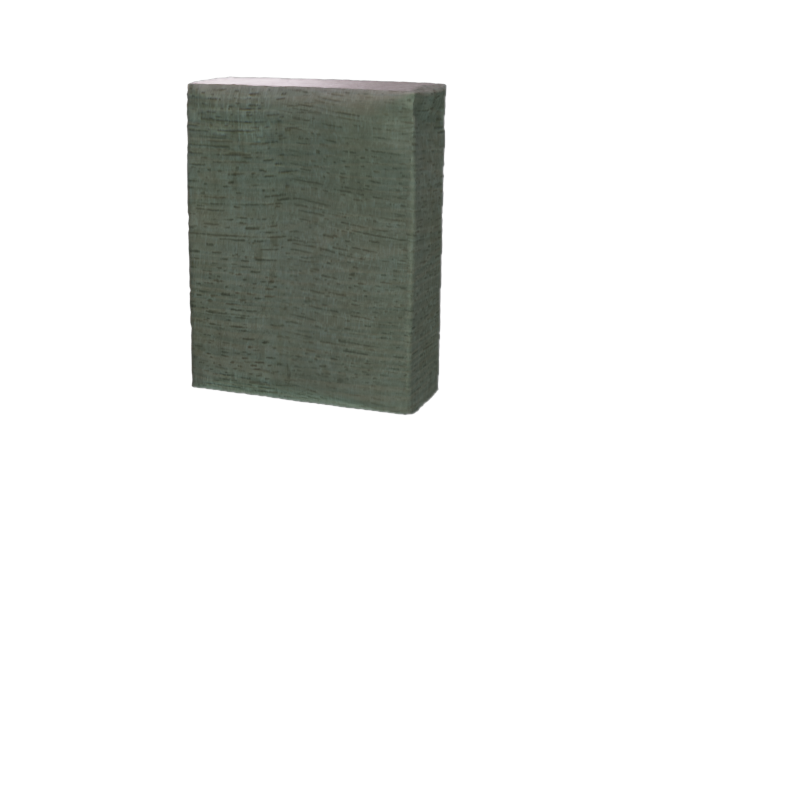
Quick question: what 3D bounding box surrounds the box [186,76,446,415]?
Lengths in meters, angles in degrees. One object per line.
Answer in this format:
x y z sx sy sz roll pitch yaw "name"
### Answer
-0.058 -0.107 0.747 0.169 0.207 0.072 7 15 21 "box"
